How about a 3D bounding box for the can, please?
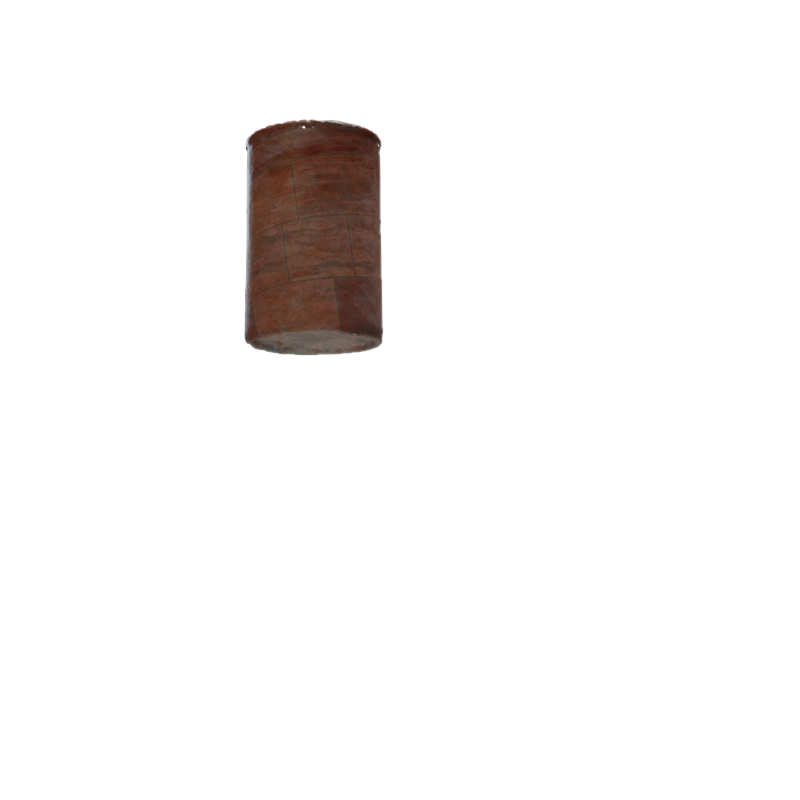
[{"bbox_3d":[-0.042,-0.077,0.542,0.068,0.106,0.066,0,-12,-2],"label":"can"}]
